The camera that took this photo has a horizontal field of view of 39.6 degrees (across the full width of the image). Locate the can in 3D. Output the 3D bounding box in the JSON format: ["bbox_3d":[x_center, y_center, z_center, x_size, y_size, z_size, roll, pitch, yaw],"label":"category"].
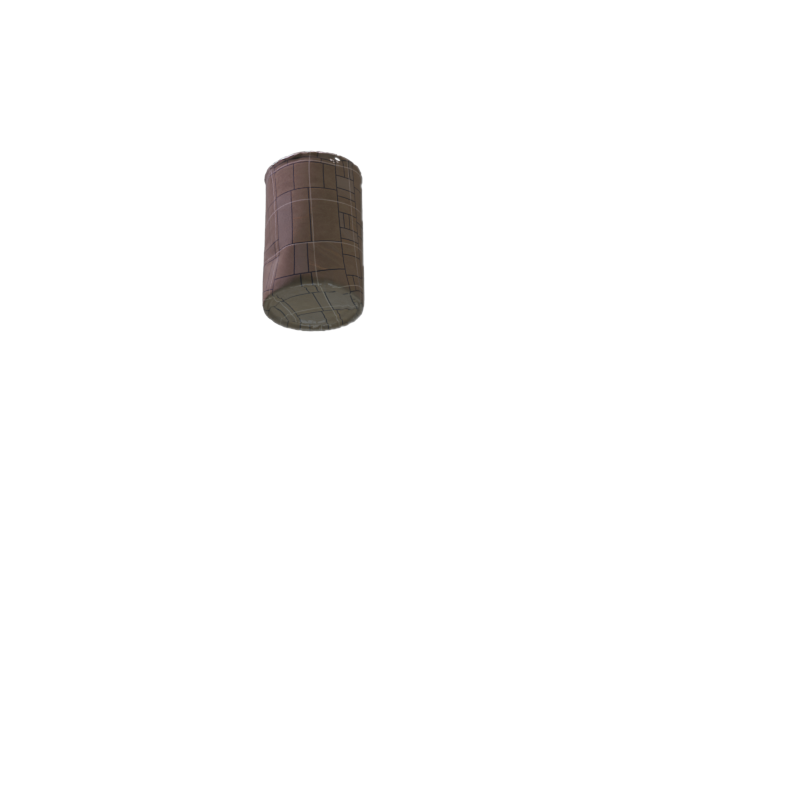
[{"bbox_3d":[-0.058,-0.106,0.739,0.068,0.109,0.064,0,-28,-2],"label":"can"}]
